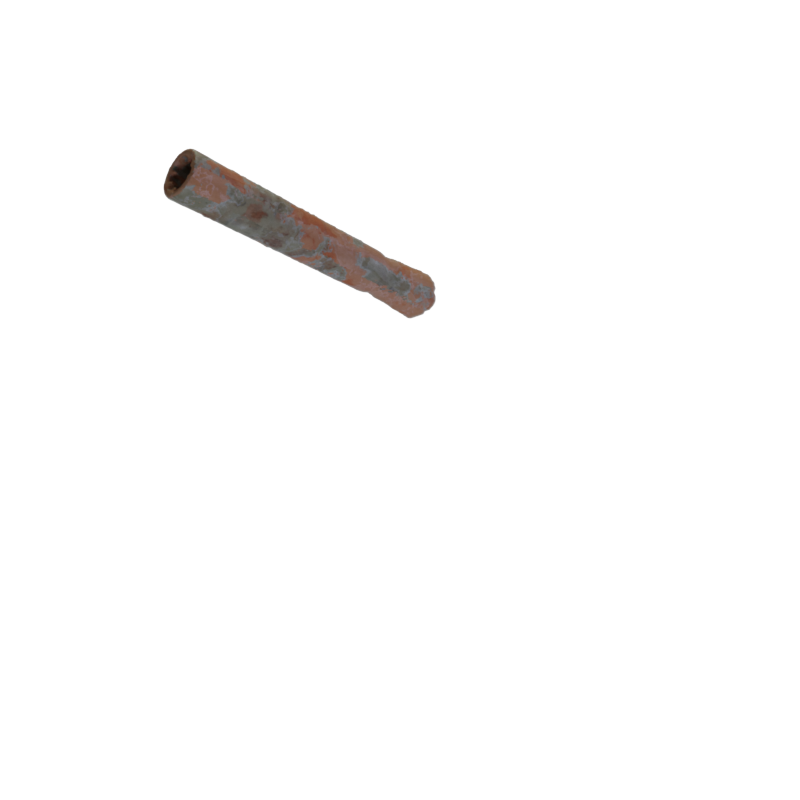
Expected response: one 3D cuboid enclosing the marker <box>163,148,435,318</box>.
[{"bbox_3d":[-0.032,-0.058,0.405,0.114,0.020,0.021,24,-11,-35],"label":"marker"}]
